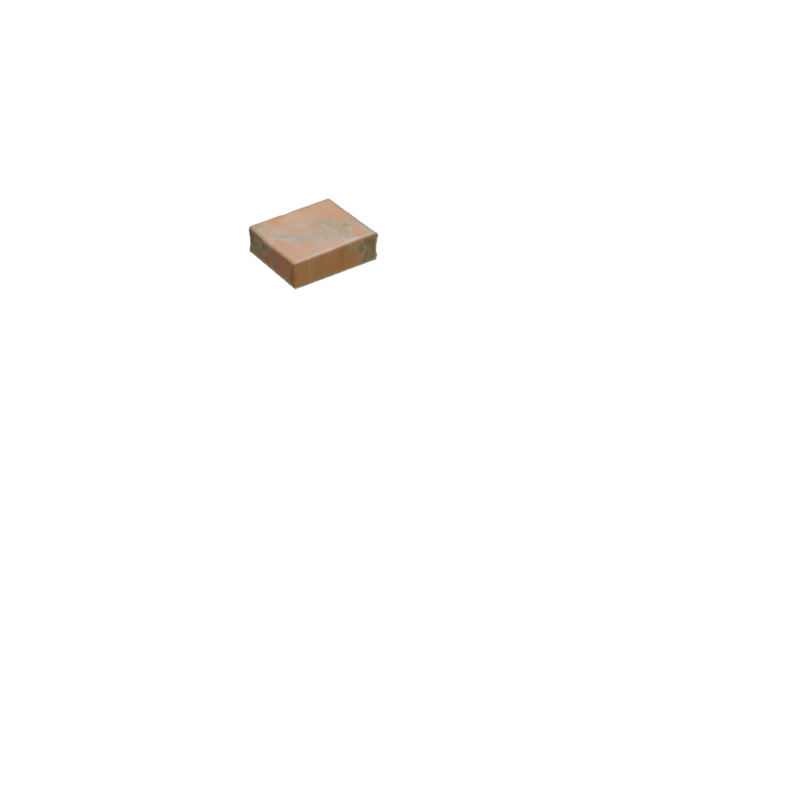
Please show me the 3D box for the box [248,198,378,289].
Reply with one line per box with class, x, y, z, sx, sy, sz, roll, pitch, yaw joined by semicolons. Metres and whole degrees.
box;-0.075;-0.137;0.961;0.088;0.028;0.079;-24;44;-28
